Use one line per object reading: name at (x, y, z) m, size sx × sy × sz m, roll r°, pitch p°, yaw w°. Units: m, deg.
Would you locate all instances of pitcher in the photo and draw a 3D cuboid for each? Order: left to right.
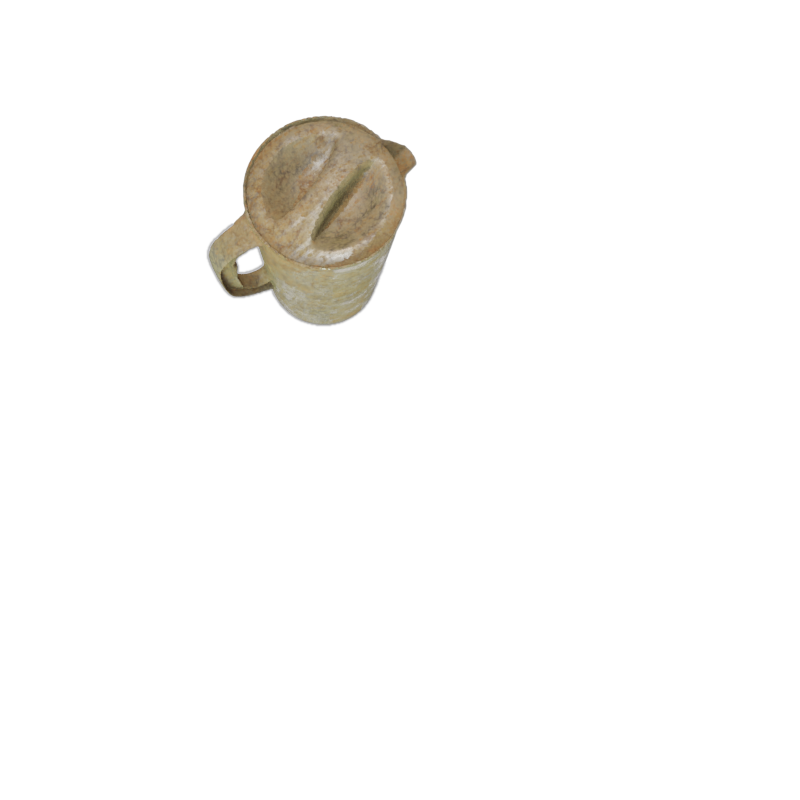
pitcher at (-0.078, -0.143, 0.998) m, size 0.150 × 0.150 × 0.234 m, roll 15°, pitch -14°, yaw 0°
